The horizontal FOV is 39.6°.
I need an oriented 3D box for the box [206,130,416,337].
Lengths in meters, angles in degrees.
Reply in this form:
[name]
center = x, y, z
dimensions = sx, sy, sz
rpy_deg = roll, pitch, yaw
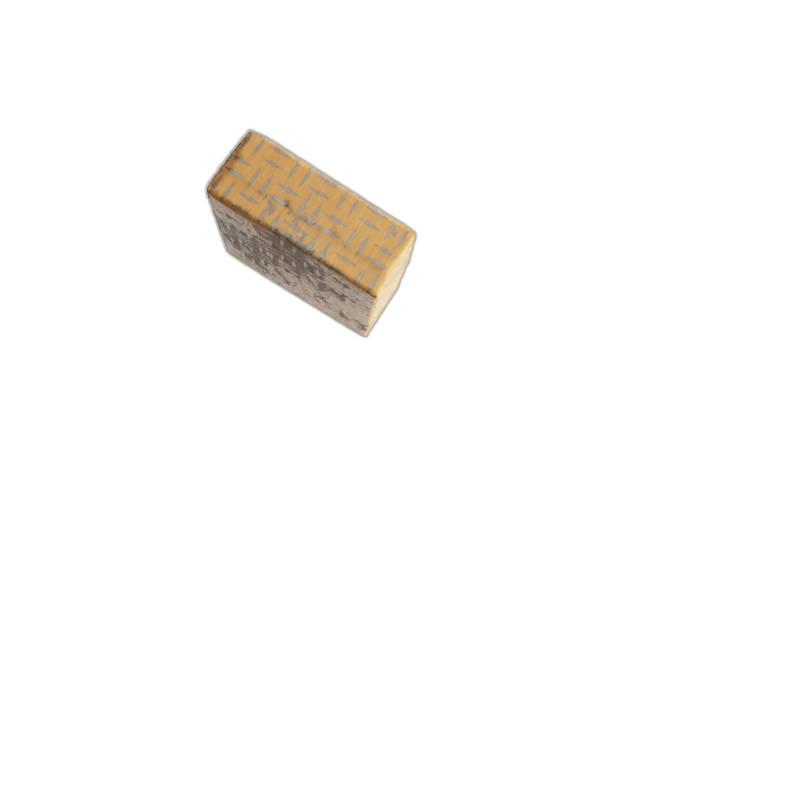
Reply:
[box]
center = -0.076, -0.139, 0.974
dimensions = 0.166, 0.073, 0.209
rpy_deg = 33, -8, 3
